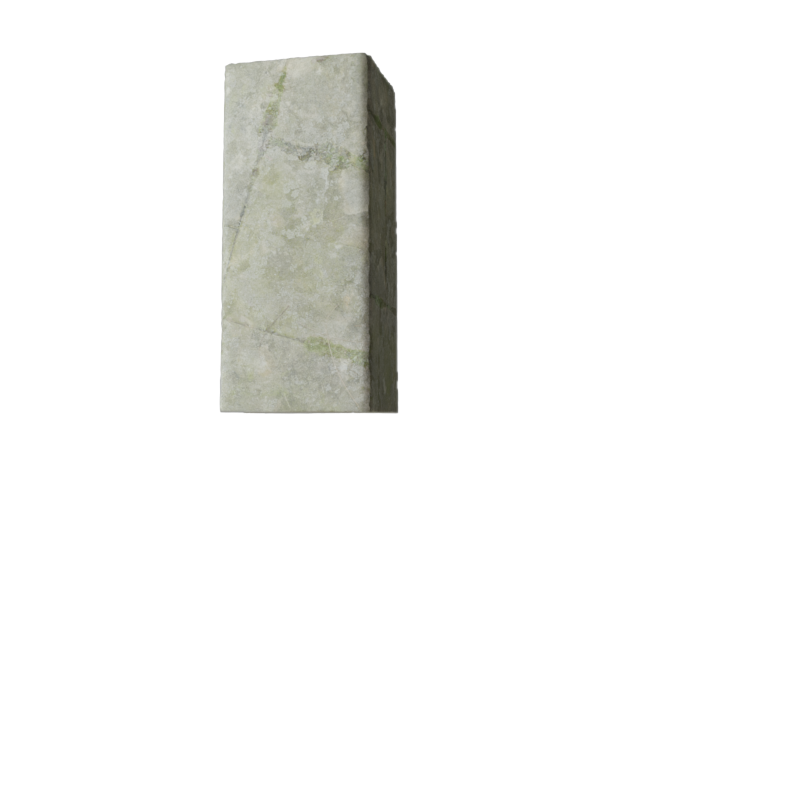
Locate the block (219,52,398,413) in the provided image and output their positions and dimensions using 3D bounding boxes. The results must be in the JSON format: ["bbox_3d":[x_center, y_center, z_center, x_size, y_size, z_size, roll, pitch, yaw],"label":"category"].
[{"bbox_3d":[-0.052,-0.096,0.675,0.092,0.211,0.087,-2,-8,13],"label":"block"}]
